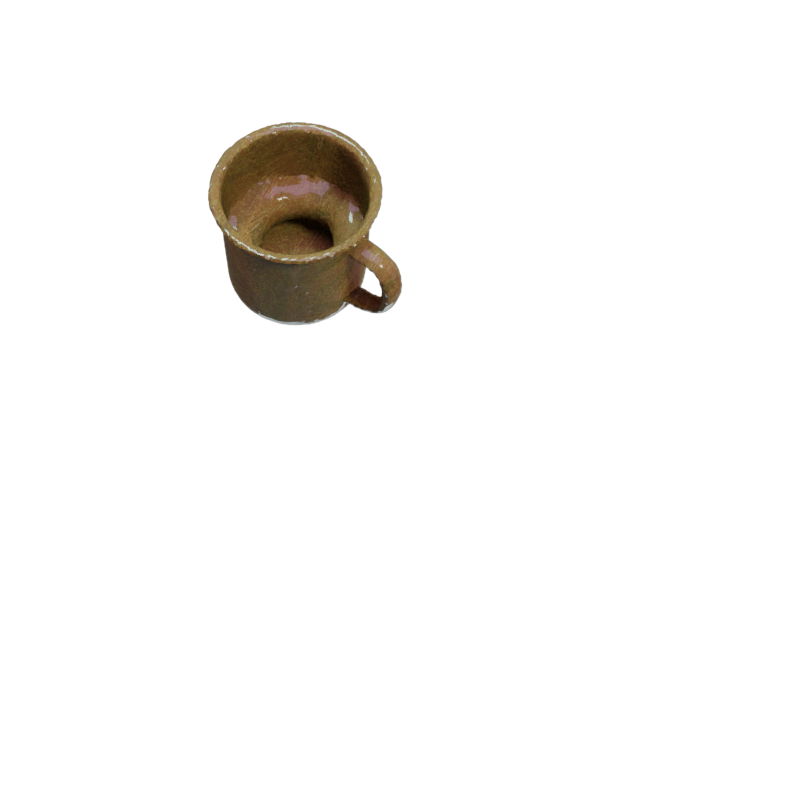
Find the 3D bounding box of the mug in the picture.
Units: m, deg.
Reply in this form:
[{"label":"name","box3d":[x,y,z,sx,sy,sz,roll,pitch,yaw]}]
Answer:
[{"label":"mug","box3d":[-0.049,-0.088,0.620,0.122,0.095,0.076,32,-26,16]}]
